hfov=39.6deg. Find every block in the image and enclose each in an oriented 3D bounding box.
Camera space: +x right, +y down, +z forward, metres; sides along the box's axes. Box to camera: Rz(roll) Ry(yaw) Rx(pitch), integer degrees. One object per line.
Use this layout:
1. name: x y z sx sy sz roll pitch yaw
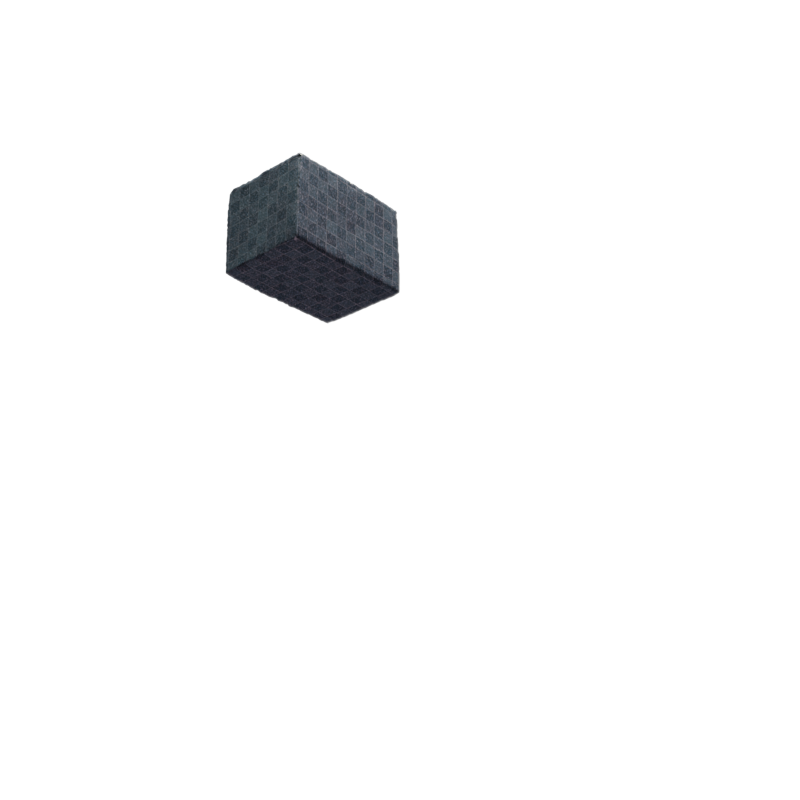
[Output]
1. block: -0.045 -0.082 0.571 0.053 0.054 0.073 -23 -34 36
